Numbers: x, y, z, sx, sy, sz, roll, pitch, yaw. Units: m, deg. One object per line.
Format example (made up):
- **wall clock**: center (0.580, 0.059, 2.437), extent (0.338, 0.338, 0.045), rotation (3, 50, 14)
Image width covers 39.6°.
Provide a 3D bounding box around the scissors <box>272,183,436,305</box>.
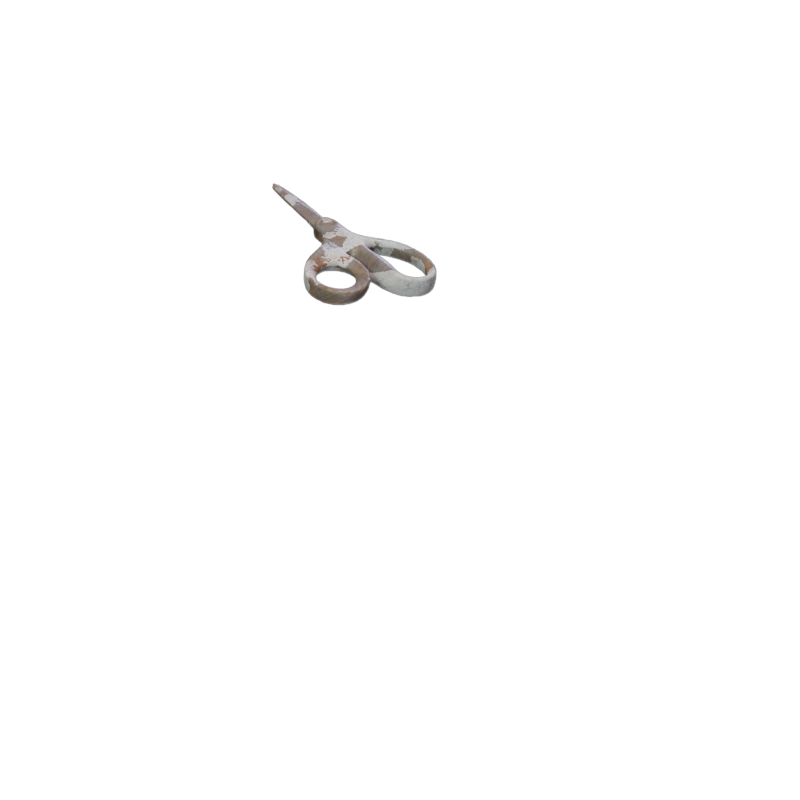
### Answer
- **scissors**: center (-0.062, -0.113, 0.788), extent (0.095, 0.015, 0.216), rotation (-25, 39, -35)
